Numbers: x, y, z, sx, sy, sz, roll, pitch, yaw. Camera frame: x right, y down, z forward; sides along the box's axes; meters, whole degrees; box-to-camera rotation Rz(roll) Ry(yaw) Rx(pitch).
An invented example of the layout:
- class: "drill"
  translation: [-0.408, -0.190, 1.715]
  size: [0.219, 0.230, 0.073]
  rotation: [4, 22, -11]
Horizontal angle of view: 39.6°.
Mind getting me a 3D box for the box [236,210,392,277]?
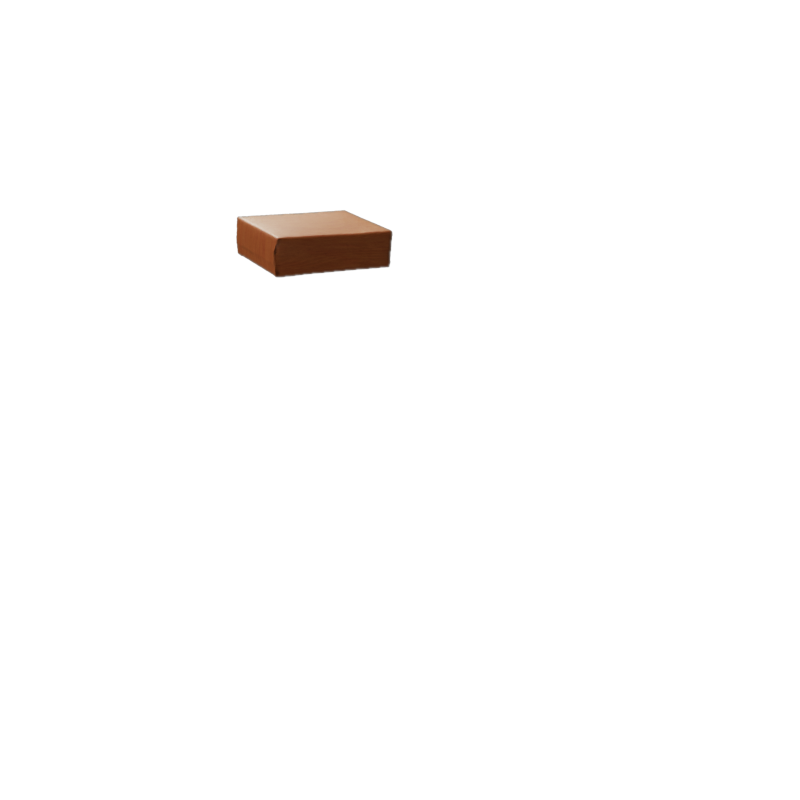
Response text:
- class: "box"
  translation: [-0.076, -0.139, 0.976]
  size: [0.111, 0.037, 0.095]
  rotation: [-10, 22, -26]
